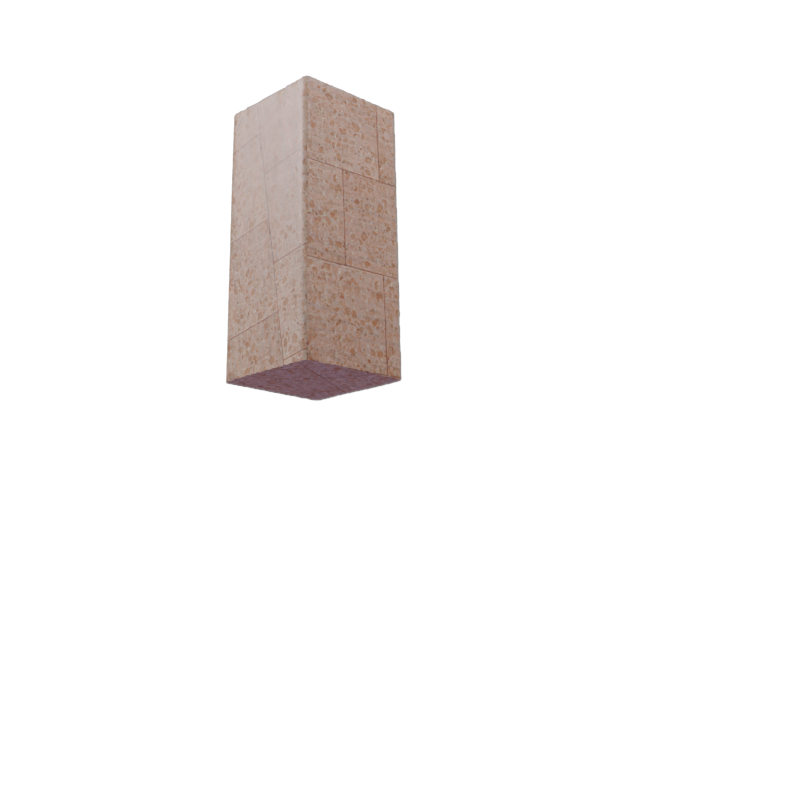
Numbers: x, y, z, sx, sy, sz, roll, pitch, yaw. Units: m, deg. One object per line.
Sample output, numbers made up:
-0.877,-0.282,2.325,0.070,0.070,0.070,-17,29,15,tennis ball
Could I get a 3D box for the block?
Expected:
-0.063,-0.114,0.799,0.086,0.216,0.091,16,-25,-41,block
